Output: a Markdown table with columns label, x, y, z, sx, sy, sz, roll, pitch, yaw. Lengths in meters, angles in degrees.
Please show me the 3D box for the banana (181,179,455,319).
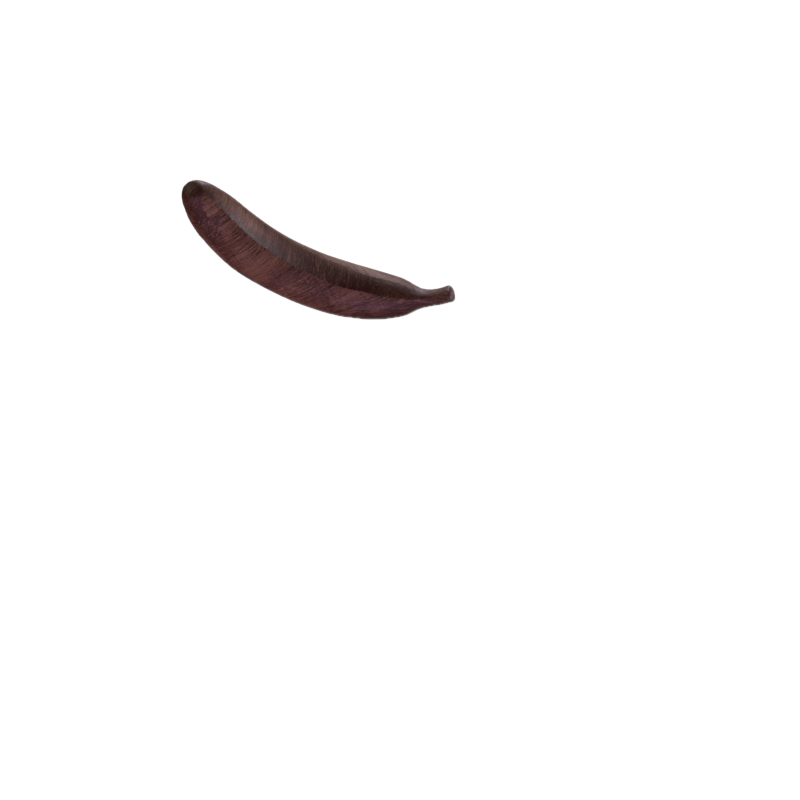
| label | x | y | z | sx | sy | sz | roll | pitch | yaw |
| --- | --- | --- | --- | --- | --- | --- | --- | --- | --- |
| banana | -0.063 | -0.092 | 0.725 | 0.189 | 0.039 | 0.068 | 18 | -40 | -24 |
